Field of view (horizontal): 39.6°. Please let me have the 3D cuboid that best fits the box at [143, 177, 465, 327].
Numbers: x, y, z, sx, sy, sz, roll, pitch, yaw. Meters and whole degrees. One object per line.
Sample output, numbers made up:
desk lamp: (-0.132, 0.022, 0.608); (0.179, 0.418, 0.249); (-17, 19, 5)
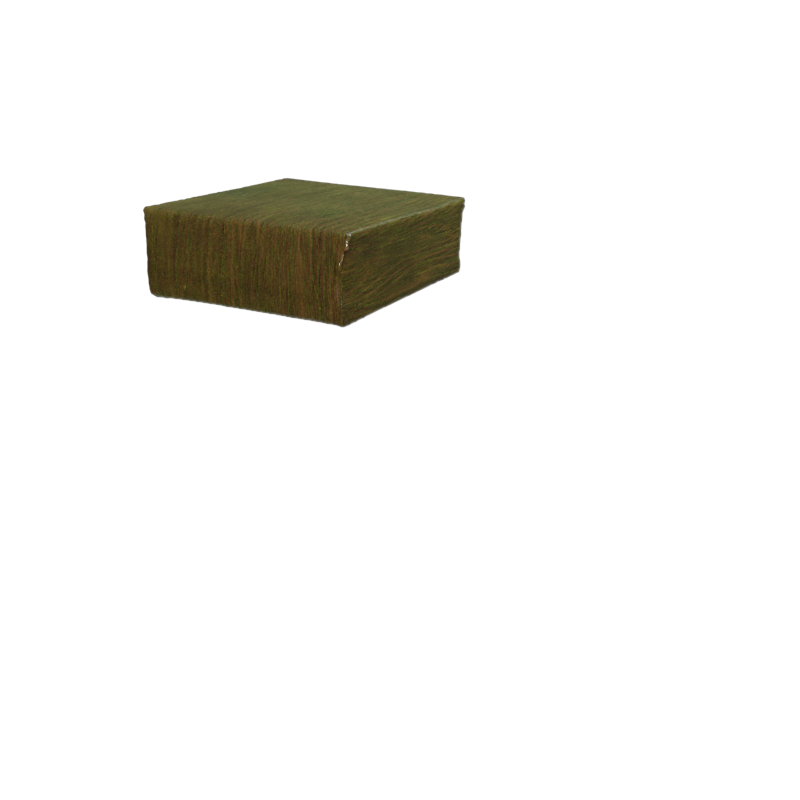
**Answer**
box: (-0.035, -0.064, 0.450); (0.093, 0.037, 0.113); (9, 21, 24)
